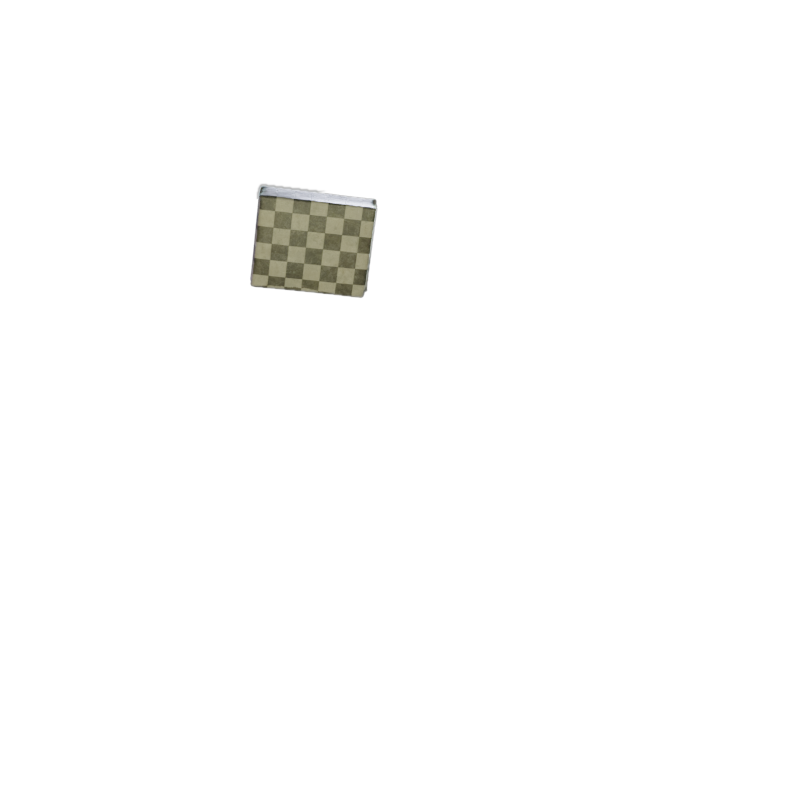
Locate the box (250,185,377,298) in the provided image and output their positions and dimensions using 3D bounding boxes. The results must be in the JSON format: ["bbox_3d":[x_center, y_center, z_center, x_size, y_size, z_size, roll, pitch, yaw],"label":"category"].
[{"bbox_3d":[-0.065,-0.119,0.835,0.089,0.070,0.032,6,21,-3],"label":"box"}]
